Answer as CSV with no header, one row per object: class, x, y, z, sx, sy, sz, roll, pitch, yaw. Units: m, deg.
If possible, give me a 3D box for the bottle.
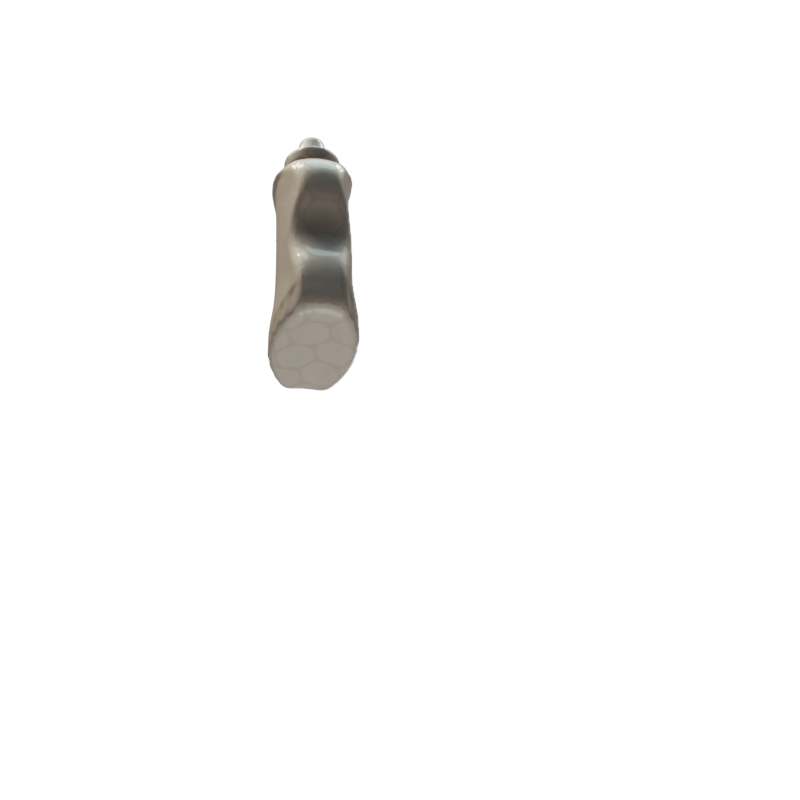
bottle,-0.061,-0.110,0.771,0.058,0.206,0.090,3,-37,-8
